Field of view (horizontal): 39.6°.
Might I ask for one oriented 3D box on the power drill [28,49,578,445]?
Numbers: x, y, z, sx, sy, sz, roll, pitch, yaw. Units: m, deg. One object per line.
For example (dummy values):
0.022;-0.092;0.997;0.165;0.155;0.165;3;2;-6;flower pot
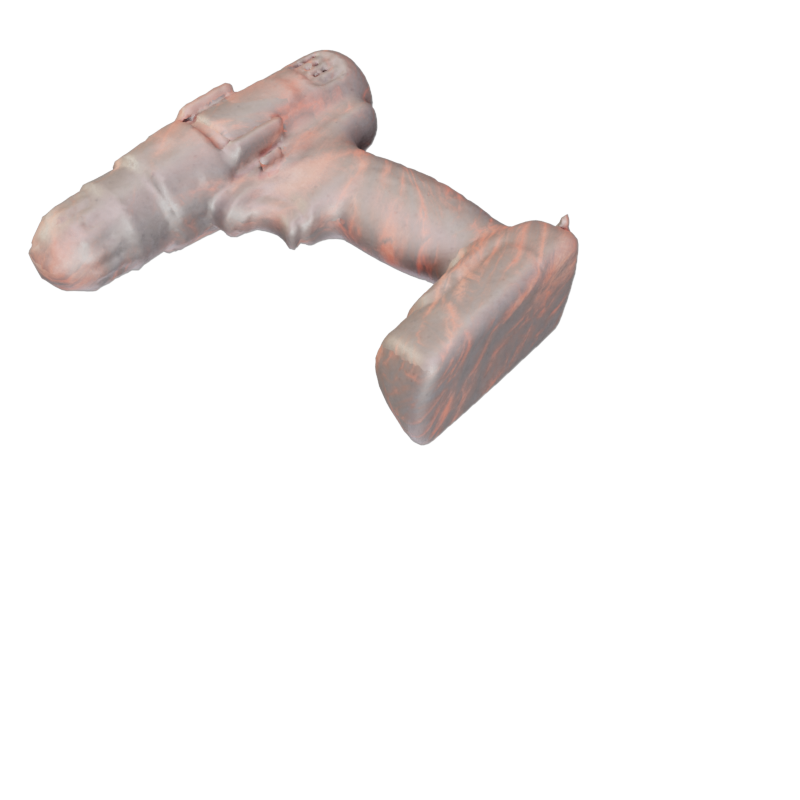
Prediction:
-0.037;-0.067;0.470;0.199;0.053;0.186;37;60;26;power drill
